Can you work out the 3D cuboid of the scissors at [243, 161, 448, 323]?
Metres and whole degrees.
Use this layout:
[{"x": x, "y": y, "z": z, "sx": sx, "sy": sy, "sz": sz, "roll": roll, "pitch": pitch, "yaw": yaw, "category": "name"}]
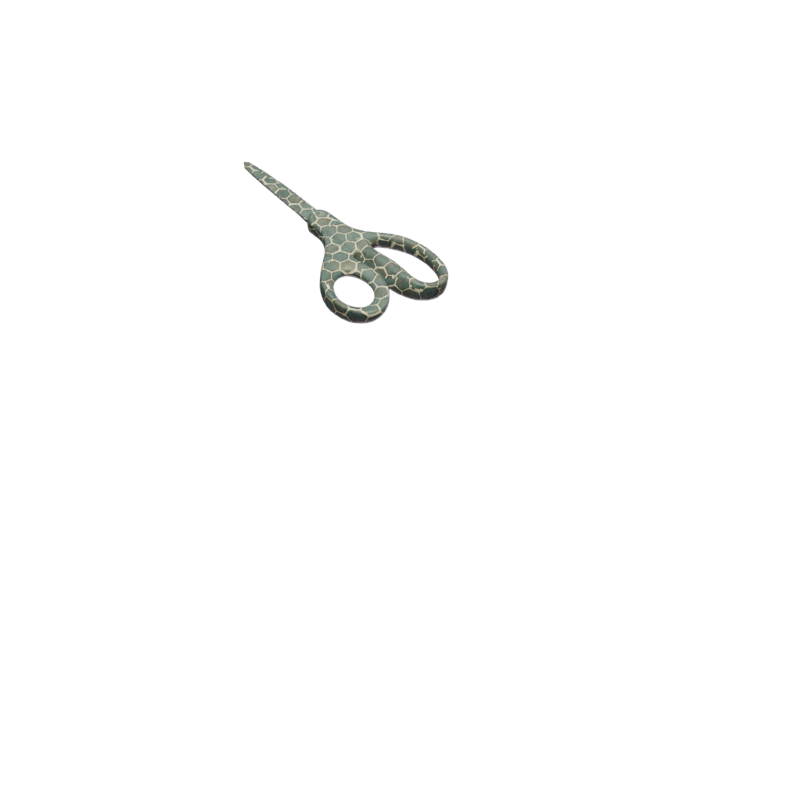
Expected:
[{"x": -0.062, "y": -0.113, "z": 0.792, "sx": 0.213, "sy": 0.015, "sz": 0.098, "roll": 27, "pitch": 50, "yaw": 26, "category": "scissors"}]
